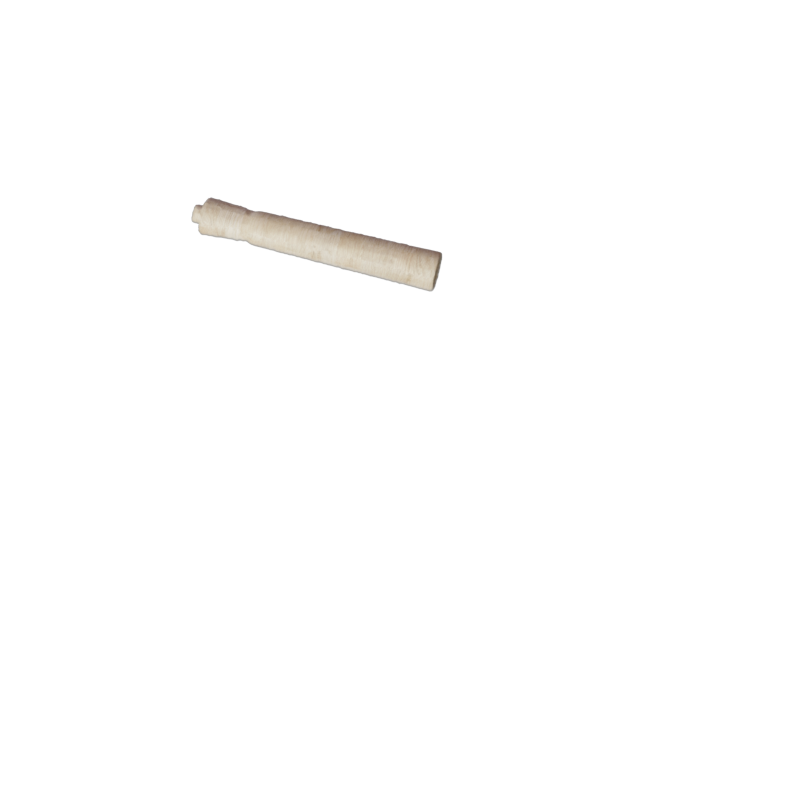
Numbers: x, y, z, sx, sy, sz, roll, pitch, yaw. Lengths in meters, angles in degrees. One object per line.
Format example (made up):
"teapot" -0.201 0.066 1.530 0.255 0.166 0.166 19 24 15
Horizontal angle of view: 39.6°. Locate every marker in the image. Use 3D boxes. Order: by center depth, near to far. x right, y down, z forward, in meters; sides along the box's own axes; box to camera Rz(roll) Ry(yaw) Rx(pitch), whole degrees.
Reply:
"marker" -0.041 -0.075 0.524 0.124 0.020 0.019 15 7 12
